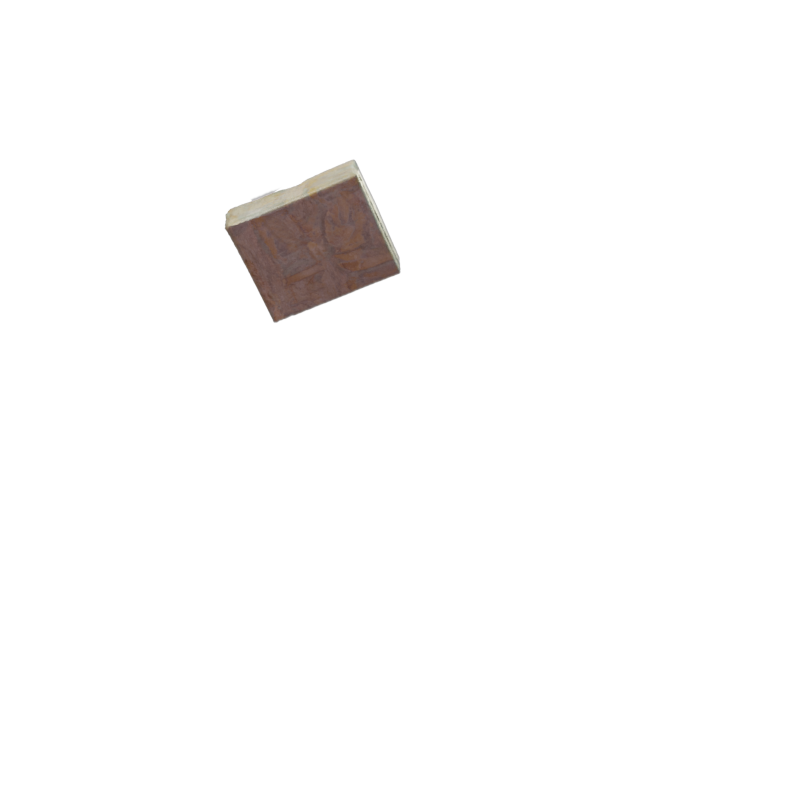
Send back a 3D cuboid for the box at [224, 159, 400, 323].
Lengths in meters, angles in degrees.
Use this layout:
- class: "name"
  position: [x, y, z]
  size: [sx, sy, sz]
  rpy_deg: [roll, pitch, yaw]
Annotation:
- class: "box"
  position: [-0.054, -0.098, 0.688]
  size: [0.089, 0.069, 0.032]
  rpy_deg: [-21, 26, 10]
